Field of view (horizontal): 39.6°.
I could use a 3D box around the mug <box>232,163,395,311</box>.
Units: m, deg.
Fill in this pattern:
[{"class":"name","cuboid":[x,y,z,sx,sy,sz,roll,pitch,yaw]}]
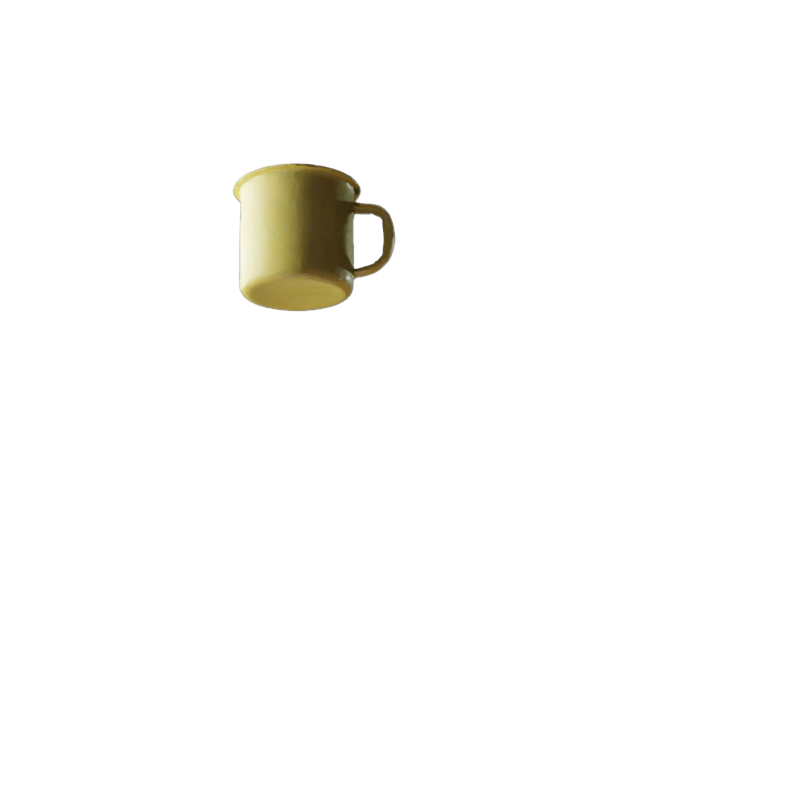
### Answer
[{"class":"mug","cuboid":[-0.062,-0.113,0.794,0.117,0.085,0.089,0,-17,-1]}]
